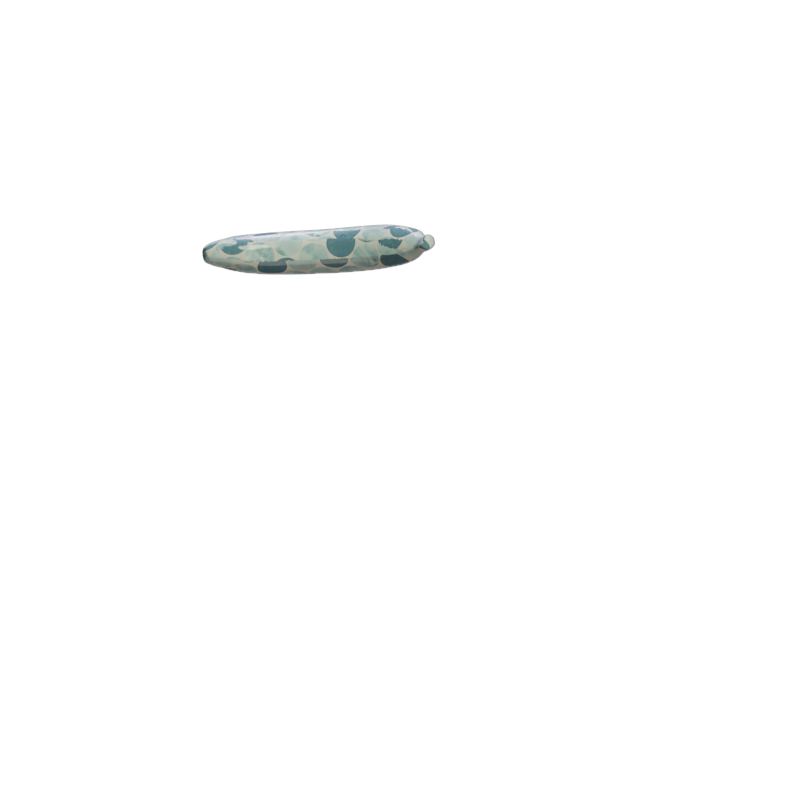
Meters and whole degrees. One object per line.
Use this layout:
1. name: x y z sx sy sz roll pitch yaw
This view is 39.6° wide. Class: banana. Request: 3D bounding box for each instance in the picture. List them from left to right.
1. banana: -0.063 -0.127 0.920 0.201 0.038 0.066 -3 -10 17
